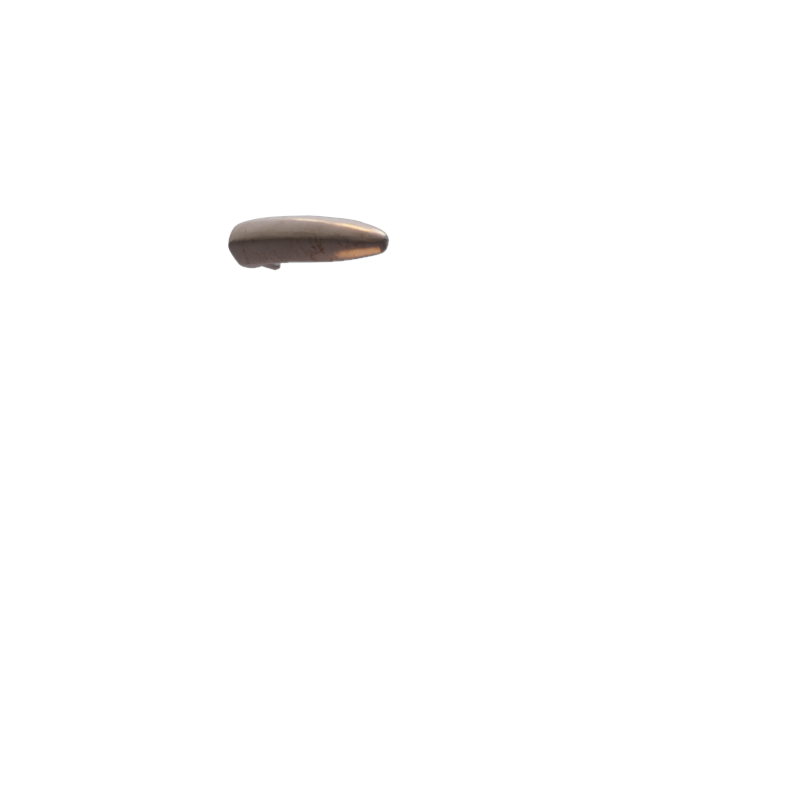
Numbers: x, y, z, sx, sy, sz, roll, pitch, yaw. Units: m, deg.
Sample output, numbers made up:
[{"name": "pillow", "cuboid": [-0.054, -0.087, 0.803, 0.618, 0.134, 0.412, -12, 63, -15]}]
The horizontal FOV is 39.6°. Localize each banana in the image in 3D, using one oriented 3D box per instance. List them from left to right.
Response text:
[{"name": "banana", "cuboid": [-0.084, -0.121, 0.845, 0.067, 0.037, 0.204, -2, 4, -29]}]
